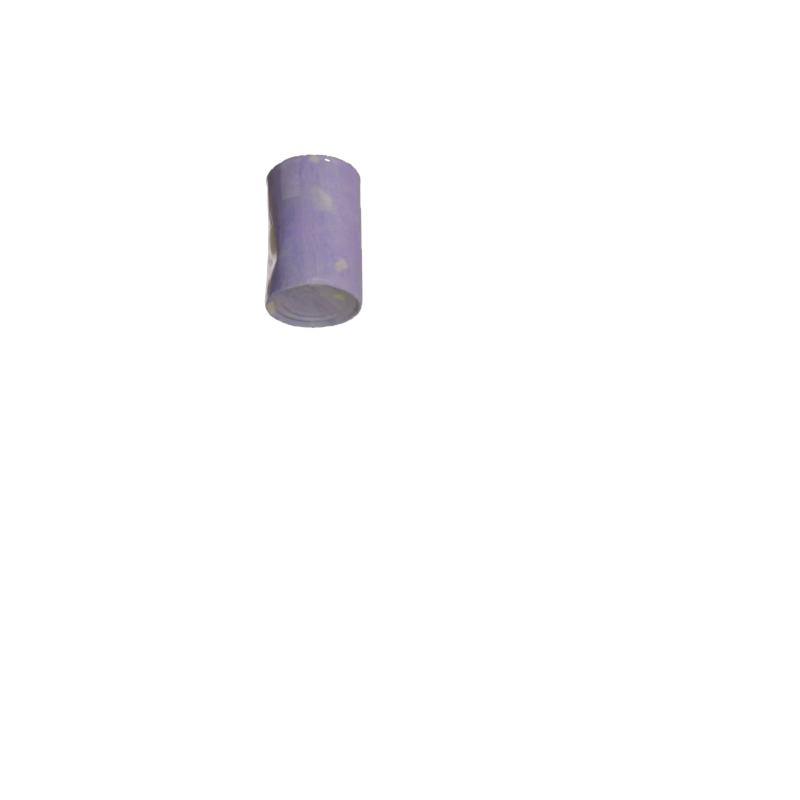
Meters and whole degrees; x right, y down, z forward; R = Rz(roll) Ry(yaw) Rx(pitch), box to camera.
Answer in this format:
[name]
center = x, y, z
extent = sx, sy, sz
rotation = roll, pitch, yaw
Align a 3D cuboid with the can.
[can]
center = -0.060, -0.110, 0.769
extent = 0.068, 0.109, 0.065
rotation = 0, -27, -2
